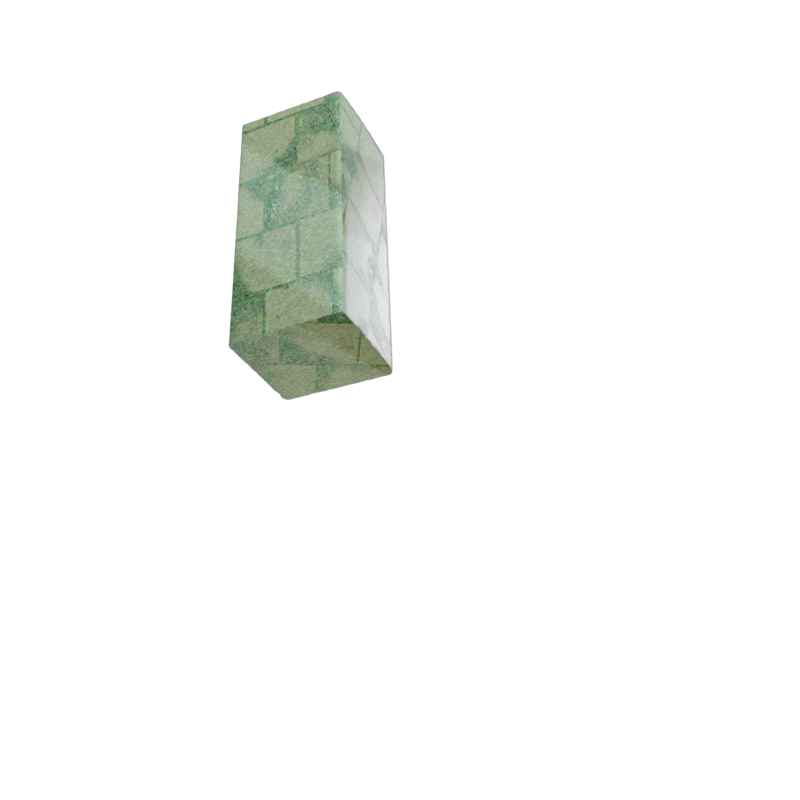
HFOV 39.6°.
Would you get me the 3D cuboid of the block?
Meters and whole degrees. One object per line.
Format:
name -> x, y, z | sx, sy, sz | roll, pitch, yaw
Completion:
block -> -0.065, -0.119, 0.834 | 0.092, 0.221, 0.083 | -16, -37, 19
